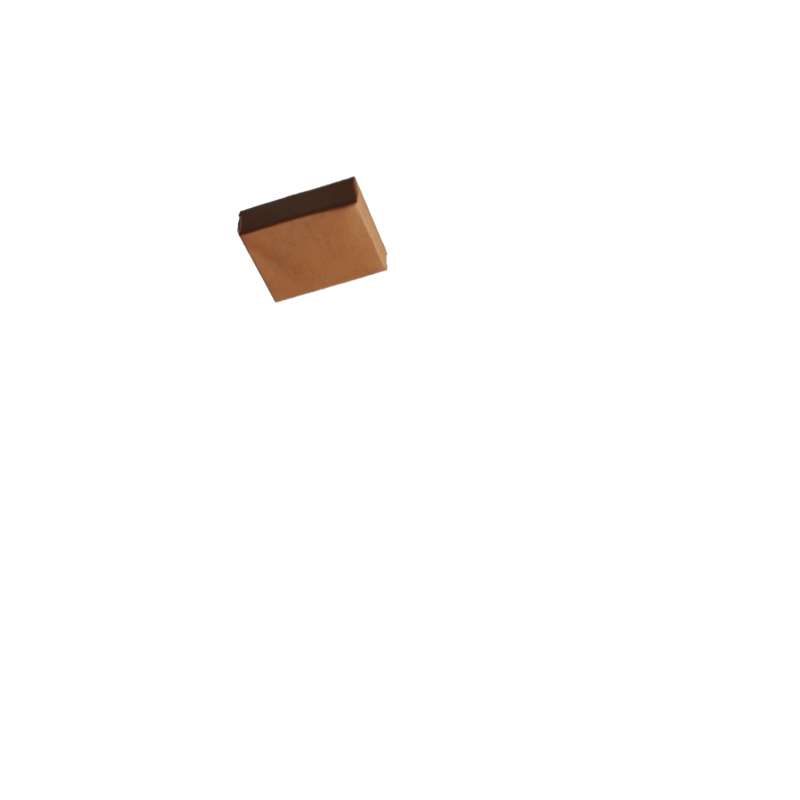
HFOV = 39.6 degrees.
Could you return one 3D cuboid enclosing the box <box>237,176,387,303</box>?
[{"bbox_3d":[-0.078,-0.142,0.993,0.114,0.042,0.083,-13,-46,13],"label":"box"}]
